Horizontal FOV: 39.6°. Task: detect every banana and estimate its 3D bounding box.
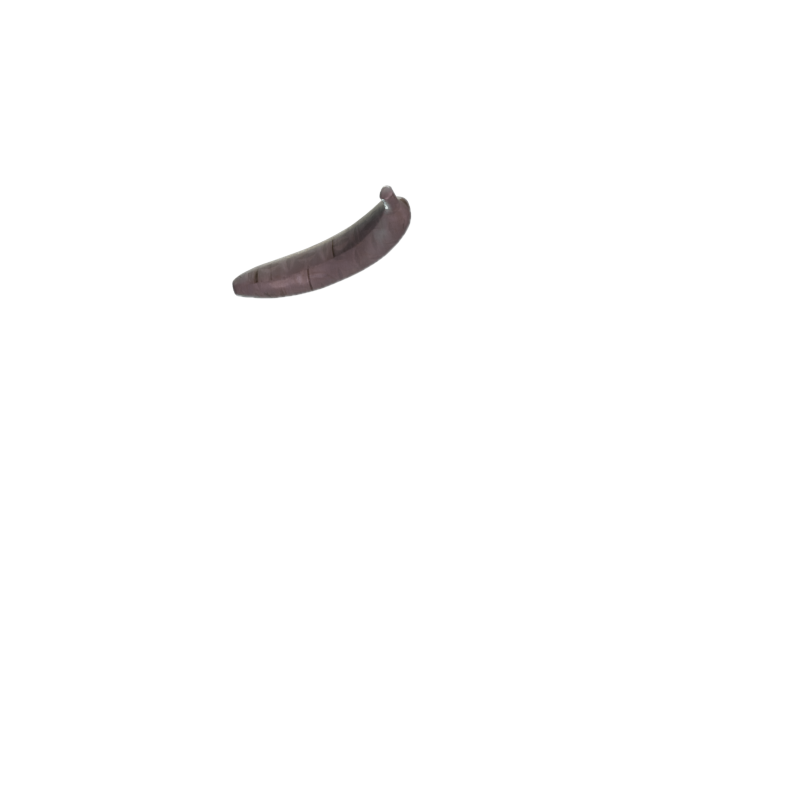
[{"bbox_3d":[-0.056,-0.126,0.923,0.065,0.039,0.197,26,-39,-38],"label":"banana"}]
